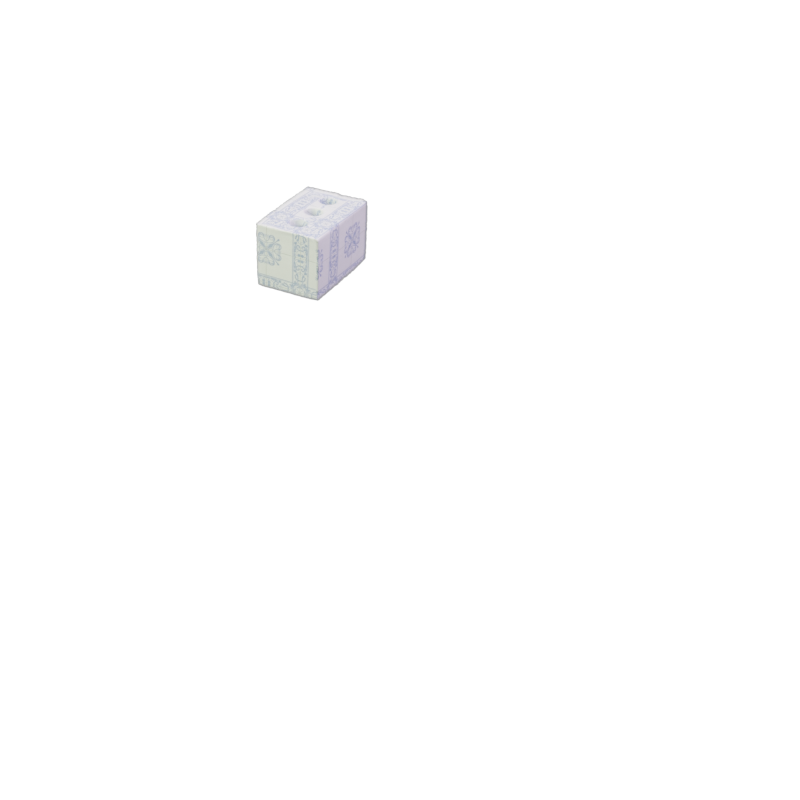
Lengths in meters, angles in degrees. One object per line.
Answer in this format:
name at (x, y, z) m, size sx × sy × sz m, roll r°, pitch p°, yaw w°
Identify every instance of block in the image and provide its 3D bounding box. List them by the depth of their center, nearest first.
block at (-0.064, -0.117, 0.817) m, size 0.055 × 0.048 × 0.080 m, roll 15°, pitch 34°, yaw 22°
